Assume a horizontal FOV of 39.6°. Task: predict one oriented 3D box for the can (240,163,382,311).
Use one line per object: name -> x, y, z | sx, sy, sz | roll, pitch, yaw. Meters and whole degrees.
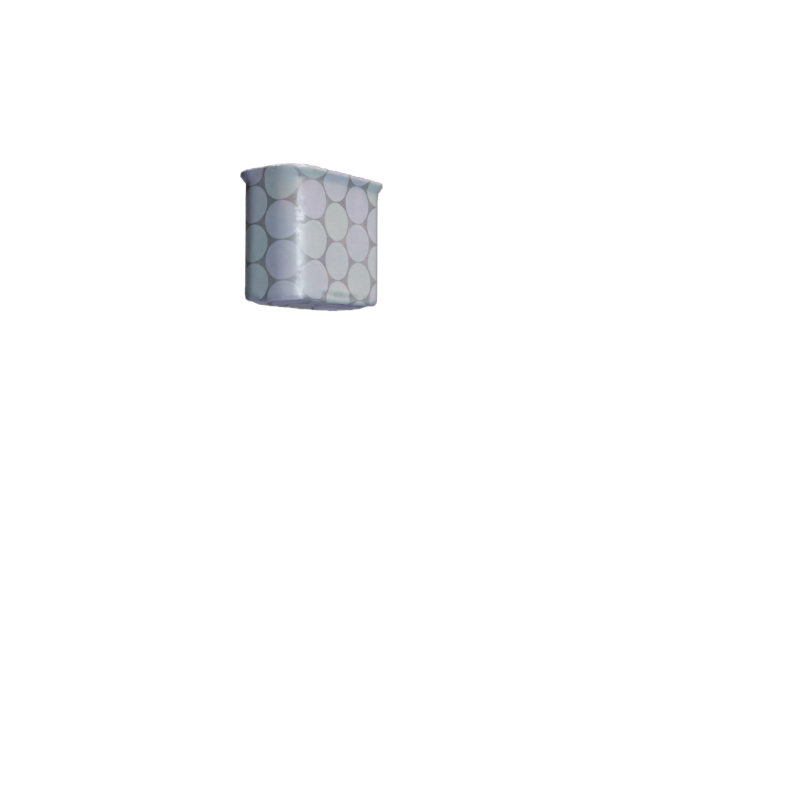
can -> -0.056, -0.103, 0.720 | 0.059, 0.085, 0.097 | -4, -5, 36
